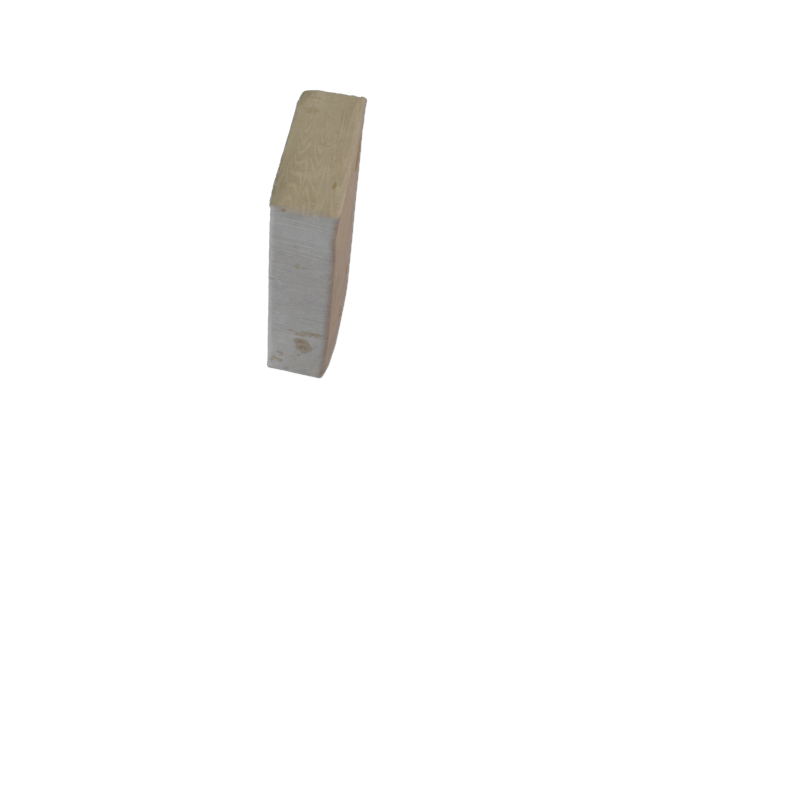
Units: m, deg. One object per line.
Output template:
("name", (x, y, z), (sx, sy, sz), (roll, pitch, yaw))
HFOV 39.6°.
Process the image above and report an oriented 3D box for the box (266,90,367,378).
("box", (-0.054, -0.098, 0.683), (0.048, 0.099, 0.165), (9, -32, 2))
